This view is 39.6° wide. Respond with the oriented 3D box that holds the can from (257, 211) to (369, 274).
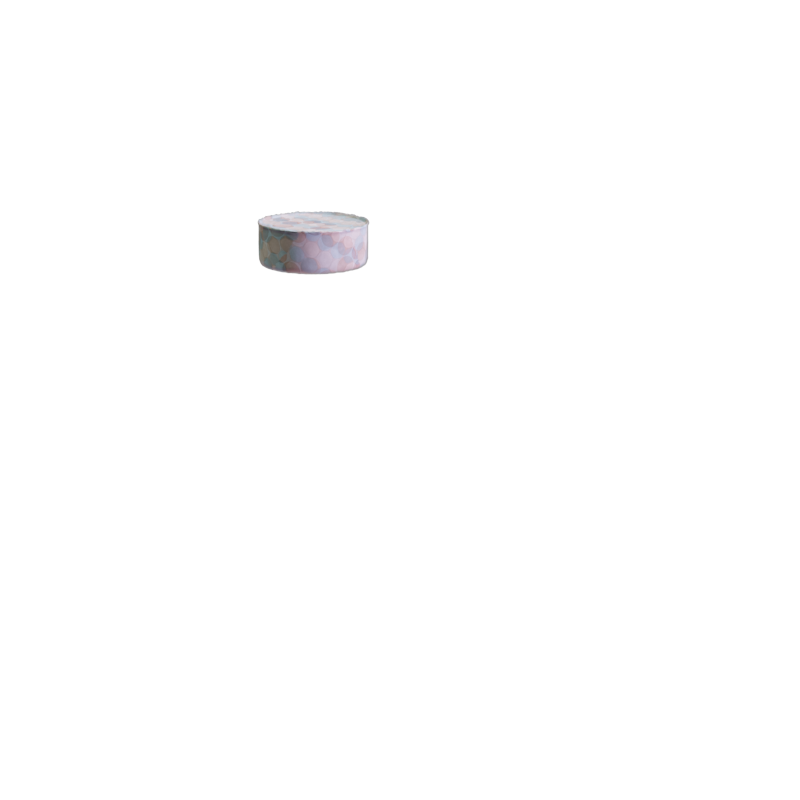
[{"bbox_3d":[-0.067,-0.122,0.855,0.086,0.032,0.089,-1,18,-2],"label":"can"}]
